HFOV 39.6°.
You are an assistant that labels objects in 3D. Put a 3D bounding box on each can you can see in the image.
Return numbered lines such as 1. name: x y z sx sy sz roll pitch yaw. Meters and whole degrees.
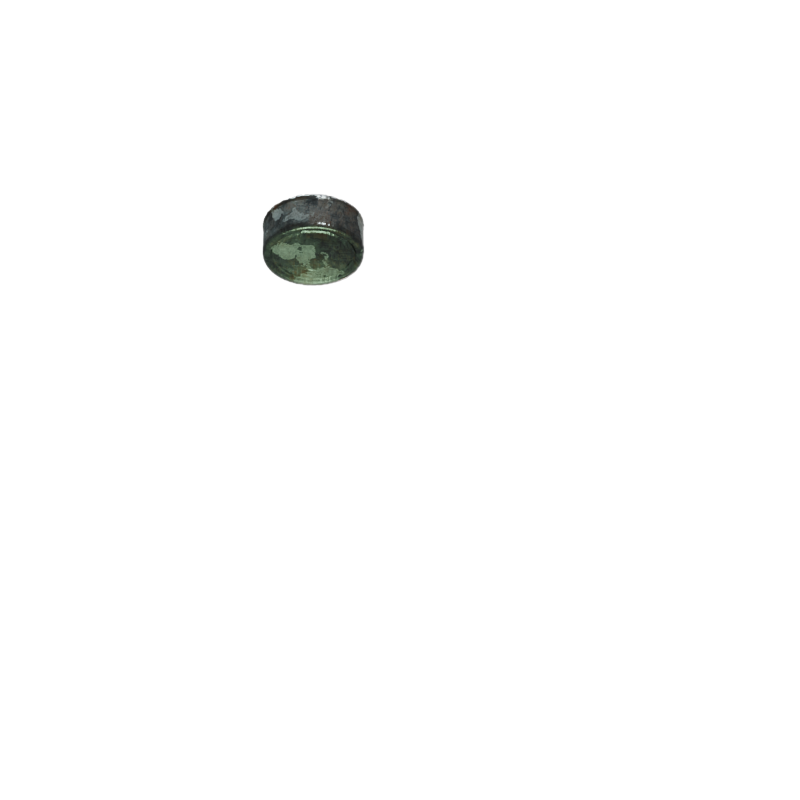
1. can: -0.073 -0.132 0.928 0.086 0.036 0.080 1 -32 -2
